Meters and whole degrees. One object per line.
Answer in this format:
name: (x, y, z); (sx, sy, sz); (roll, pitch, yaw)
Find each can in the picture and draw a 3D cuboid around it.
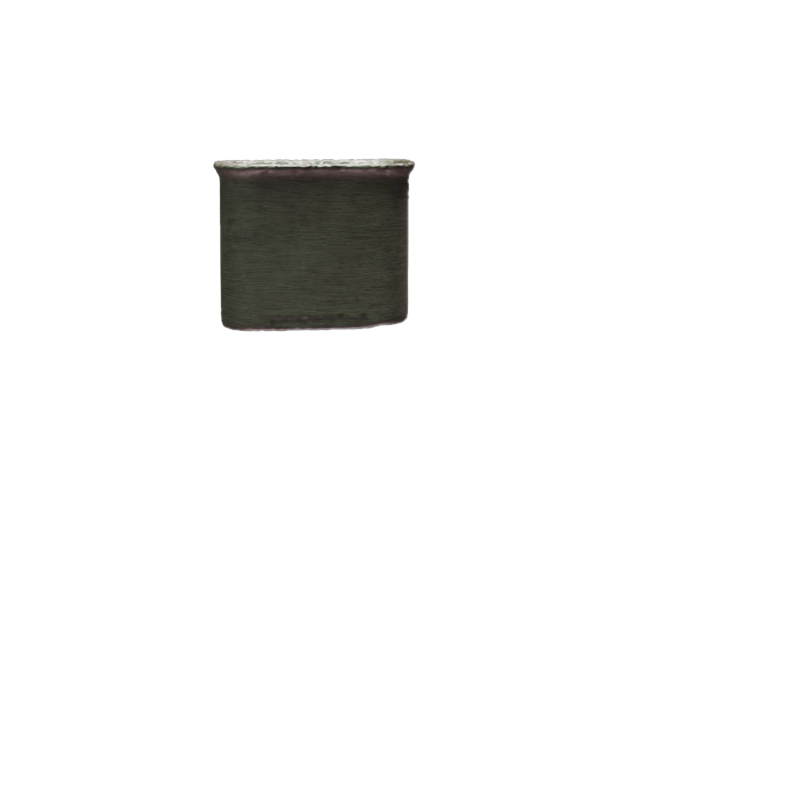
can: (-0.045, -0.082, 0.573); (0.101, 0.082, 0.059); (-1, 10, -6)
